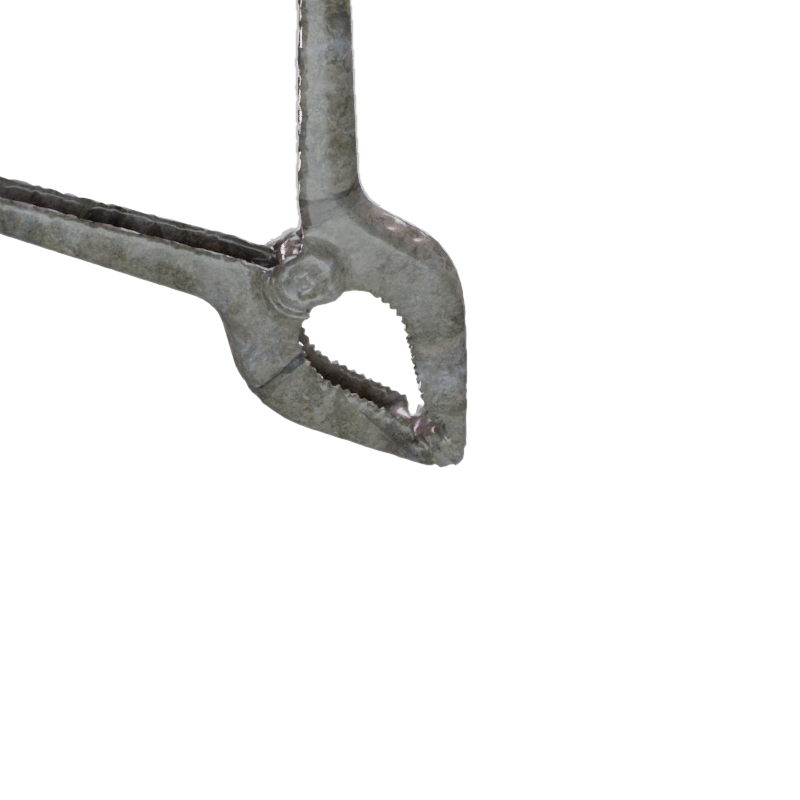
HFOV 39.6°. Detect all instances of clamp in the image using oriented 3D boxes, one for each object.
[{"bbox_3d":[-0.033,-0.060,0.421,0.163,0.202,0.038,-41,17,15],"label":"clamp"}]
